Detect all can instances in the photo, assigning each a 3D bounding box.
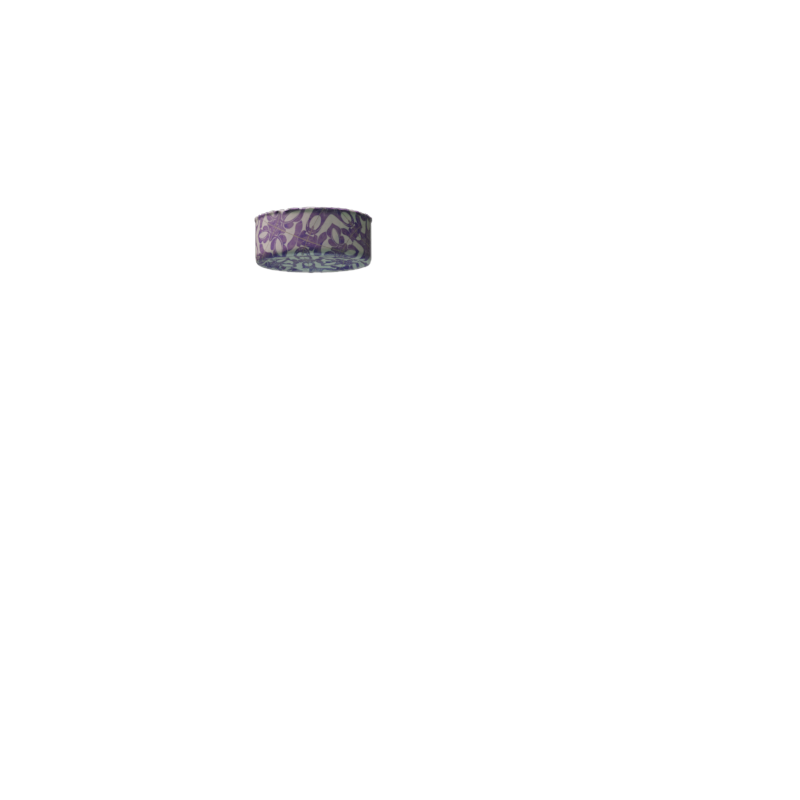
[{"bbox_3d":[-0.063,-0.115,0.803,0.086,0.034,0.085,0,-4,-2],"label":"can"}]
